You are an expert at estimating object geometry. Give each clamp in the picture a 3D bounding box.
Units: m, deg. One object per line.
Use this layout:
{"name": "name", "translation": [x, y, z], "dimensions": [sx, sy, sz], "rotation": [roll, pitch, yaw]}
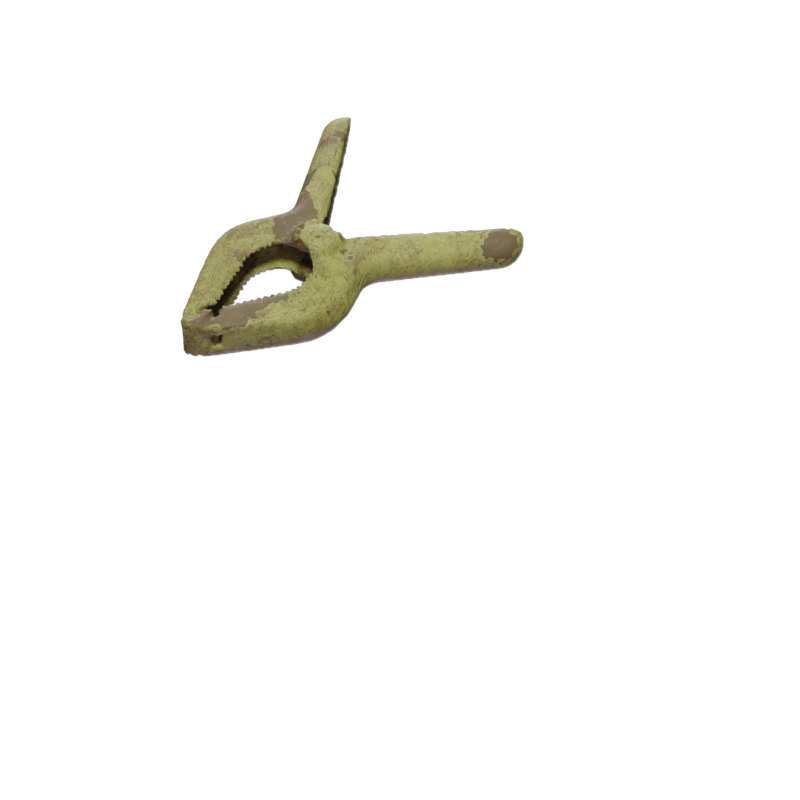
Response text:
{"name": "clamp", "translation": [-0.053, -0.097, 0.680], "dimensions": [0.210, 0.034, 0.177], "rotation": [-30, 55, -24]}
